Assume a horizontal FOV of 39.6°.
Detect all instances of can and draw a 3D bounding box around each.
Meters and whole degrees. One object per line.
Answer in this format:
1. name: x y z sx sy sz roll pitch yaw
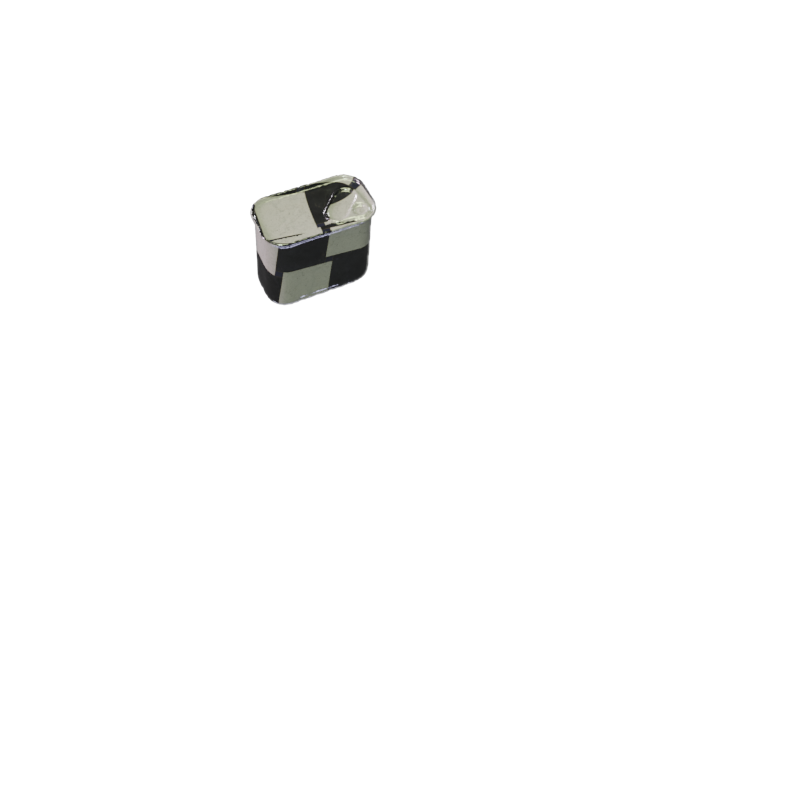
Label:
1. can: -0.074 -0.135 0.948 0.101 0.062 0.078 -20 -34 -16
